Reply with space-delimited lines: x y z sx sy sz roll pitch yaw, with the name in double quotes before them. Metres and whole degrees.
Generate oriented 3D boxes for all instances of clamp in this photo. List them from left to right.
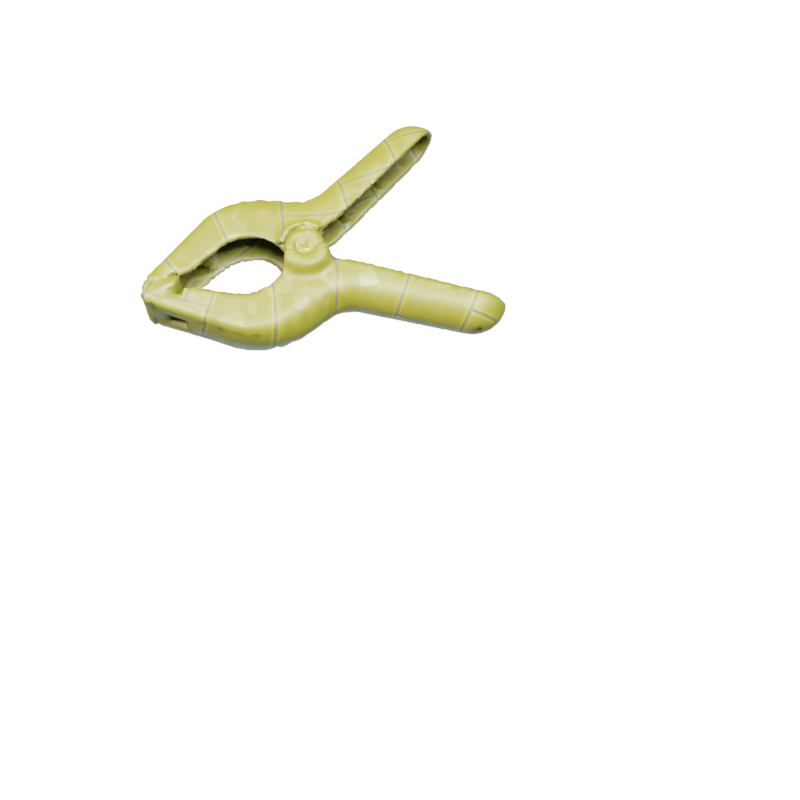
"clamp" -0.043 -0.079 0.552 0.170 0.129 0.037 -7 -34 -5
